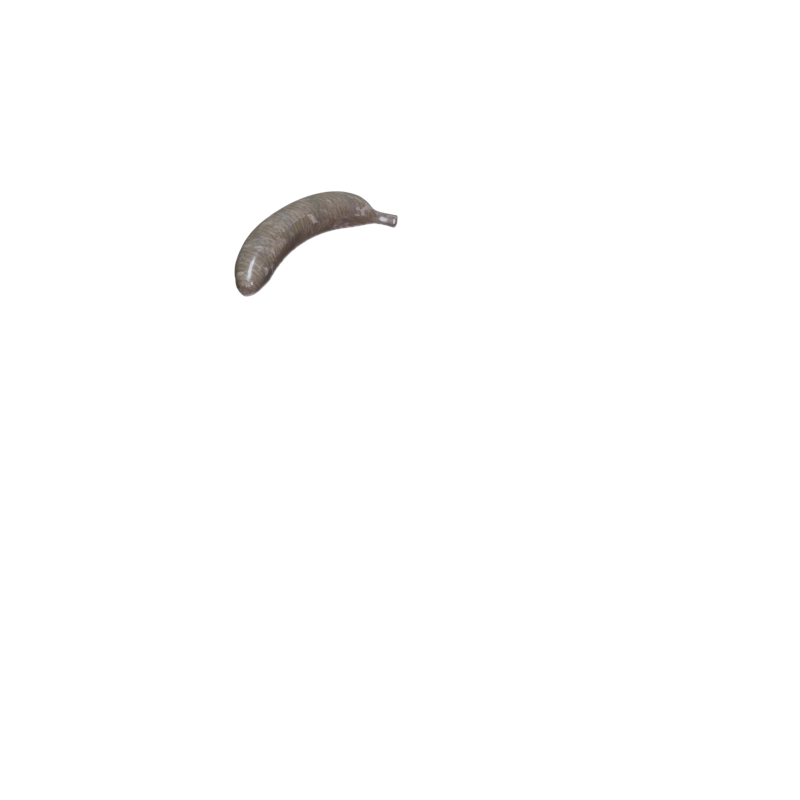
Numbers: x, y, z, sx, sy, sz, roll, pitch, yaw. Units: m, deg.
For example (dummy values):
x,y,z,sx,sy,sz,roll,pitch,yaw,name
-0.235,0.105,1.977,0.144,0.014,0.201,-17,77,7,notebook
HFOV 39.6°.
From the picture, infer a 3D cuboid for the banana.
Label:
x,y,z,sx,sy,sz,roll,pitch,yaw,name
-0.088,-0.149,0.989,0.074,0.034,0.198,26,42,32,banana
